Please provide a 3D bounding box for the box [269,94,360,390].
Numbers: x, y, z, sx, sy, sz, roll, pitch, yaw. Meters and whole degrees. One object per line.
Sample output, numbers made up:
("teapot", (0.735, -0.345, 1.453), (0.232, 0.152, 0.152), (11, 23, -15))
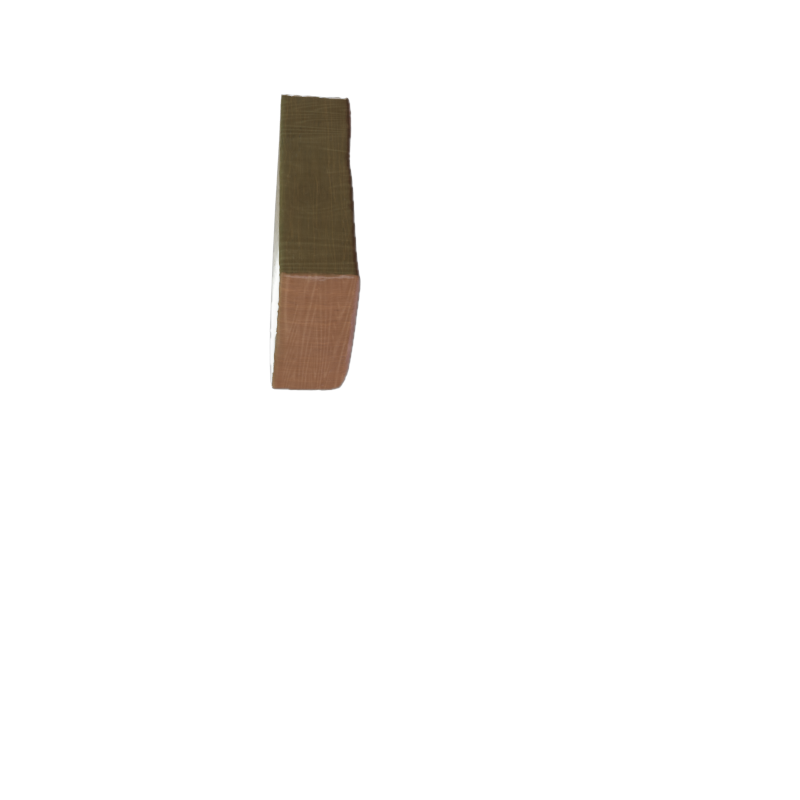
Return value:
("box", (-0.077, -0.141, 0.987), (0.071, 0.229, 0.154), (2, -38, -7))
